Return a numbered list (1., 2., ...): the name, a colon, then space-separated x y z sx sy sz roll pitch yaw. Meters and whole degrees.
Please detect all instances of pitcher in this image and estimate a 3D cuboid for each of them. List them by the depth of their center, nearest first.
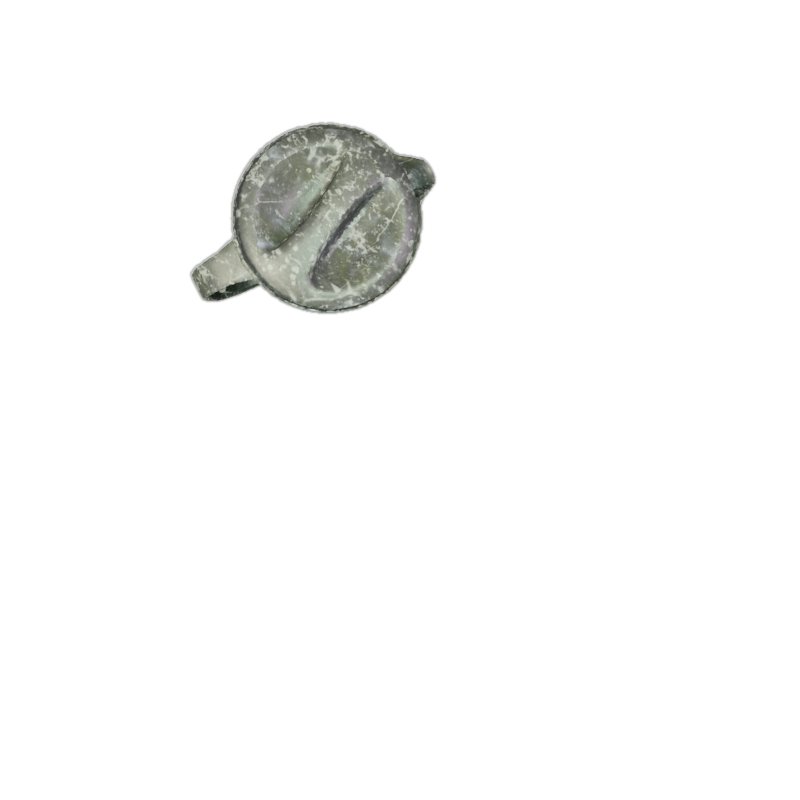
1. pitcher: -0.069 -0.126 0.881 0.149 0.146 0.242 18 -2 -3
